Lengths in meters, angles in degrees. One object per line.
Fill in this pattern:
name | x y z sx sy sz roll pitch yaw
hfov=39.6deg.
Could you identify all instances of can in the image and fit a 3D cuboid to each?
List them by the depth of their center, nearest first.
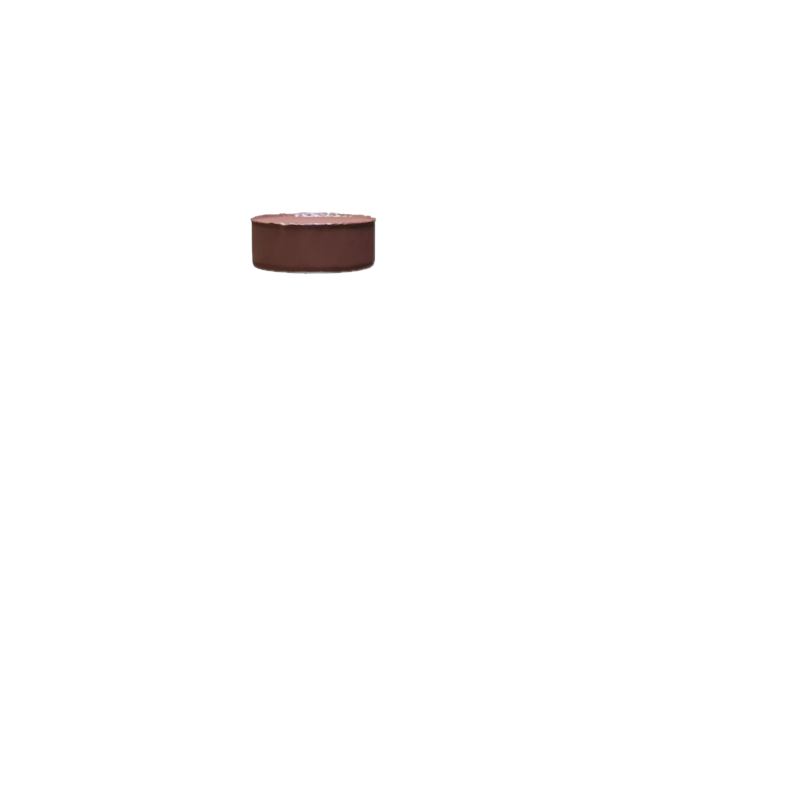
can | -0.059 -0.108 0.756 0.086 0.033 0.088 0 13 -2
